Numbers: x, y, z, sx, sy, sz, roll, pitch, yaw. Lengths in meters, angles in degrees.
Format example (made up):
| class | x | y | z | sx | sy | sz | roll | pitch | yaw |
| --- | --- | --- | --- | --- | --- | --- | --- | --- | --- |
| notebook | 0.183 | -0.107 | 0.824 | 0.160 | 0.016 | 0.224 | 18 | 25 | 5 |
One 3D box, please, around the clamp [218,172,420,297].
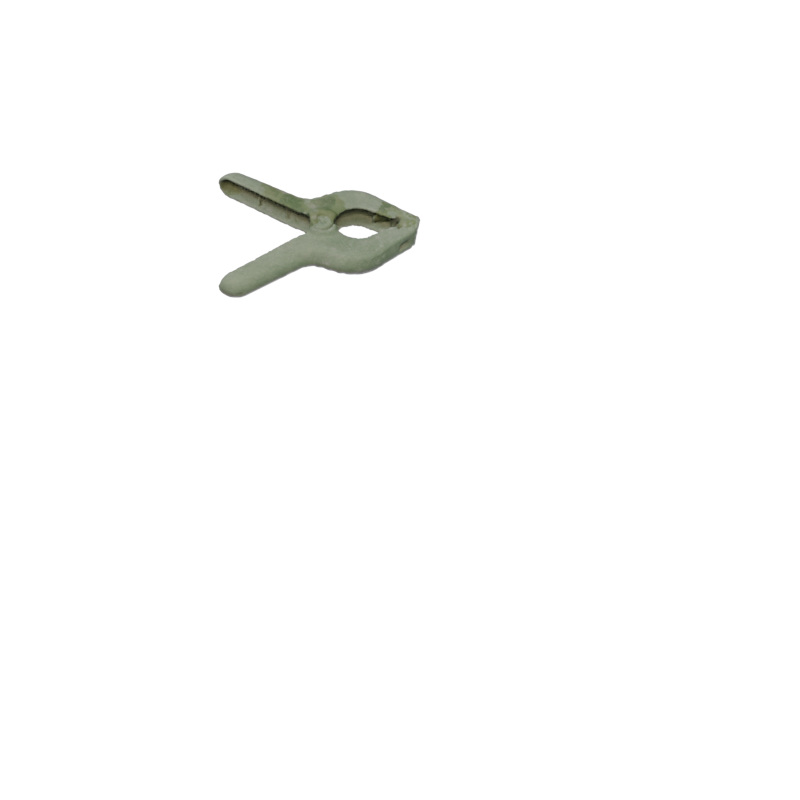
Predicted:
| class | x | y | z | sx | sy | sz | roll | pitch | yaw |
| --- | --- | --- | --- | --- | --- | --- | --- | --- | --- |
| clamp | -0.071 | -0.130 | 0.908 | 0.172 | 0.127 | 0.037 | 5 | -28 | 2 |
